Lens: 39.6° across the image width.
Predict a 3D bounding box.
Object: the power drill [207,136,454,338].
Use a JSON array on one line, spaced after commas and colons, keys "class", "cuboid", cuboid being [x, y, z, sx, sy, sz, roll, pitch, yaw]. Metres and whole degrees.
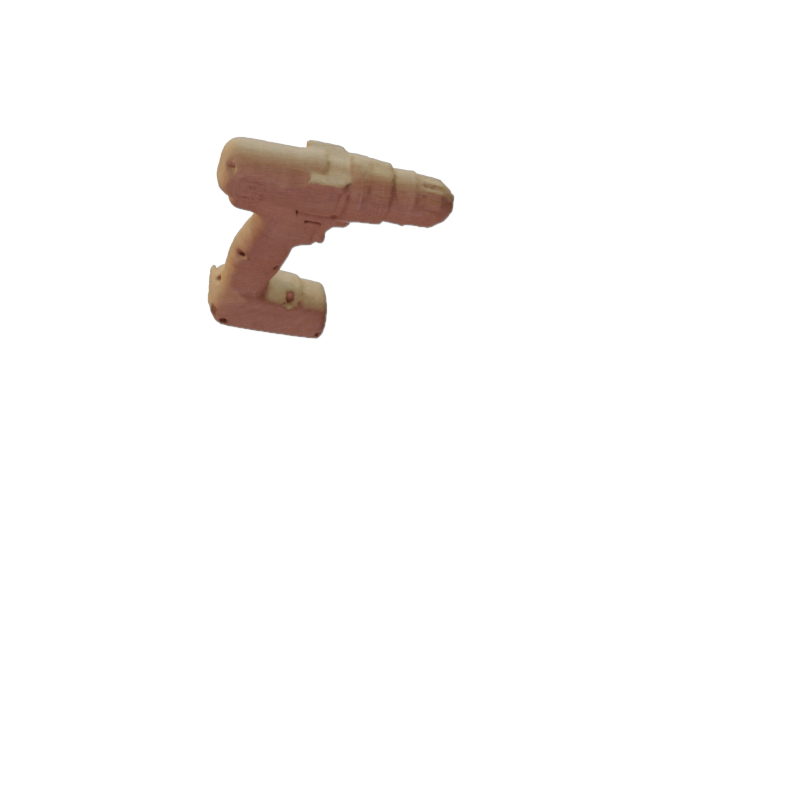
[{"class": "power drill", "cuboid": [-0.070, -0.127, 0.890, 0.180, 0.062, 0.179, 11, -41, -14]}]
